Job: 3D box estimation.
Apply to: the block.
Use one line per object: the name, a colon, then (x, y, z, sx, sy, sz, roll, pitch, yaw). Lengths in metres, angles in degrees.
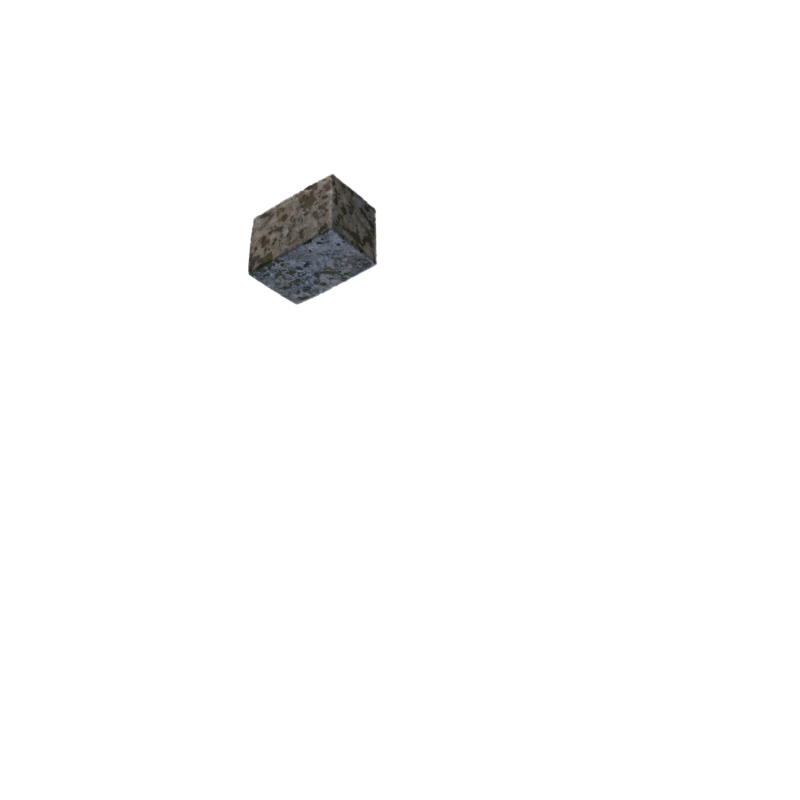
block: (-0.062, -0.112, 0.787, 0.078, 0.055, 0.049, -24, -41, 30)
